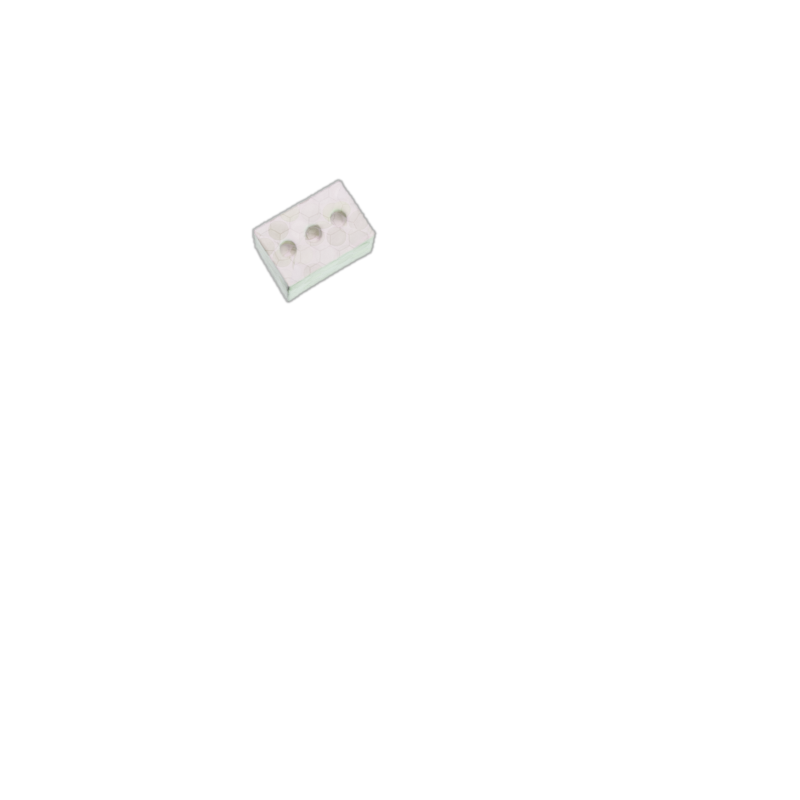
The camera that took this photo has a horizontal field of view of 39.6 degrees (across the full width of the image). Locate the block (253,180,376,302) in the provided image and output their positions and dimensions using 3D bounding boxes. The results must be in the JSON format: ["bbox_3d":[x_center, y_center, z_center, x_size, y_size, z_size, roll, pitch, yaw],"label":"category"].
[{"bbox_3d":[-0.065,-0.119,0.836,0.078,0.054,0.050,-32,-8,-8],"label":"block"}]
